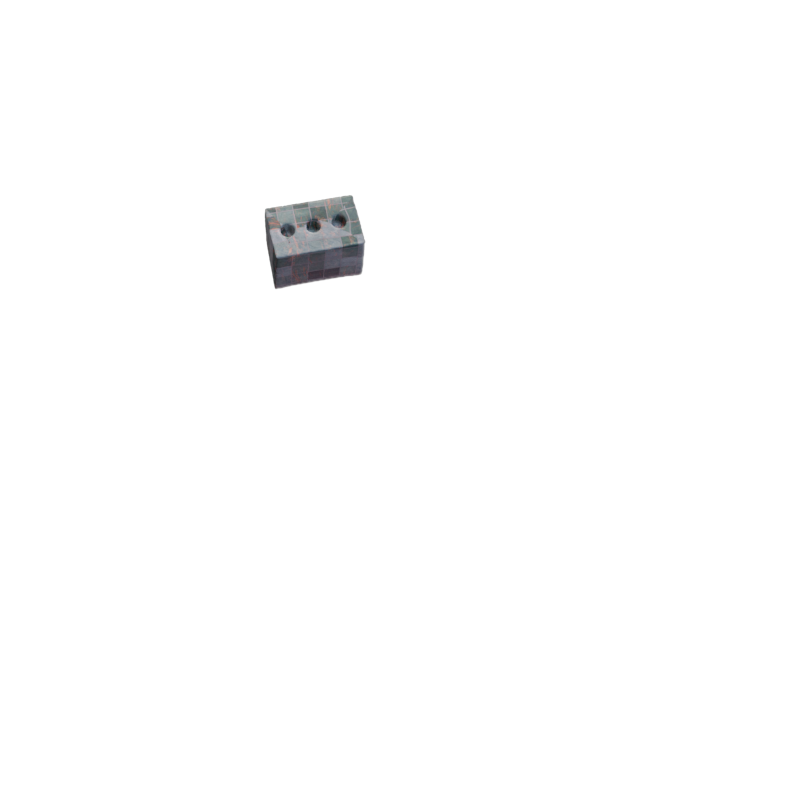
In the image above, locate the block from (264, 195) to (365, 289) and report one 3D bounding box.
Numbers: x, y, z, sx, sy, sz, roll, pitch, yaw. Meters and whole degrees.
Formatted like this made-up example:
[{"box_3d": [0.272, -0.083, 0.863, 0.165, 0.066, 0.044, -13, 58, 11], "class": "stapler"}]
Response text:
[{"box_3d": [-0.074, -0.135, 0.945, 0.077, 0.056, 0.048, -11, -28, -7], "class": "block"}]
